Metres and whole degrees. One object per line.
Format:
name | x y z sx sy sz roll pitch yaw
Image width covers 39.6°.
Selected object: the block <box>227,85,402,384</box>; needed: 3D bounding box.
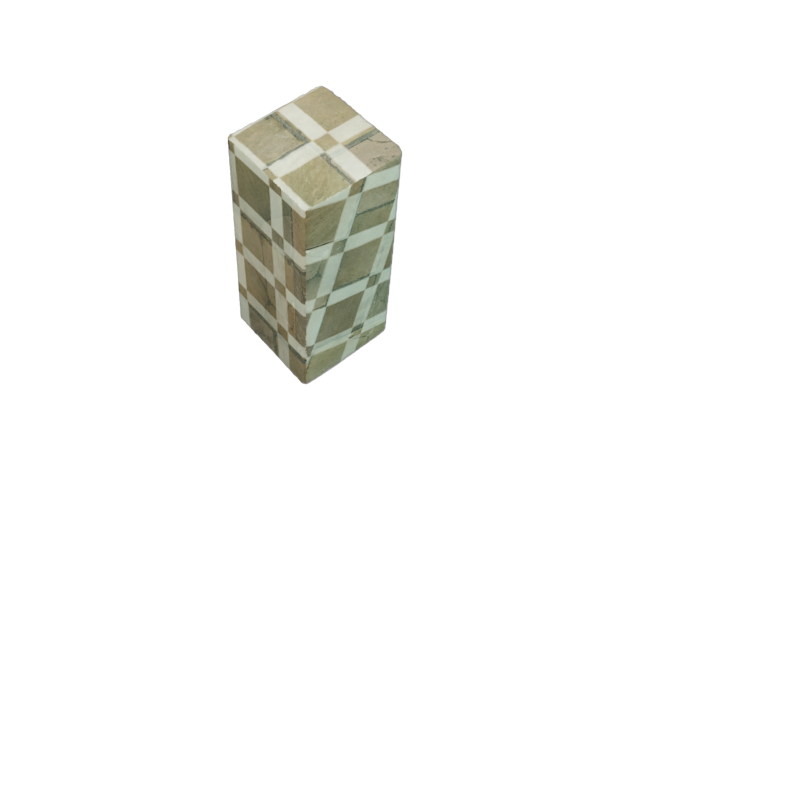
block | -0.065 -0.119 0.836 0.090 0.097 0.192 -33 -28 -24
